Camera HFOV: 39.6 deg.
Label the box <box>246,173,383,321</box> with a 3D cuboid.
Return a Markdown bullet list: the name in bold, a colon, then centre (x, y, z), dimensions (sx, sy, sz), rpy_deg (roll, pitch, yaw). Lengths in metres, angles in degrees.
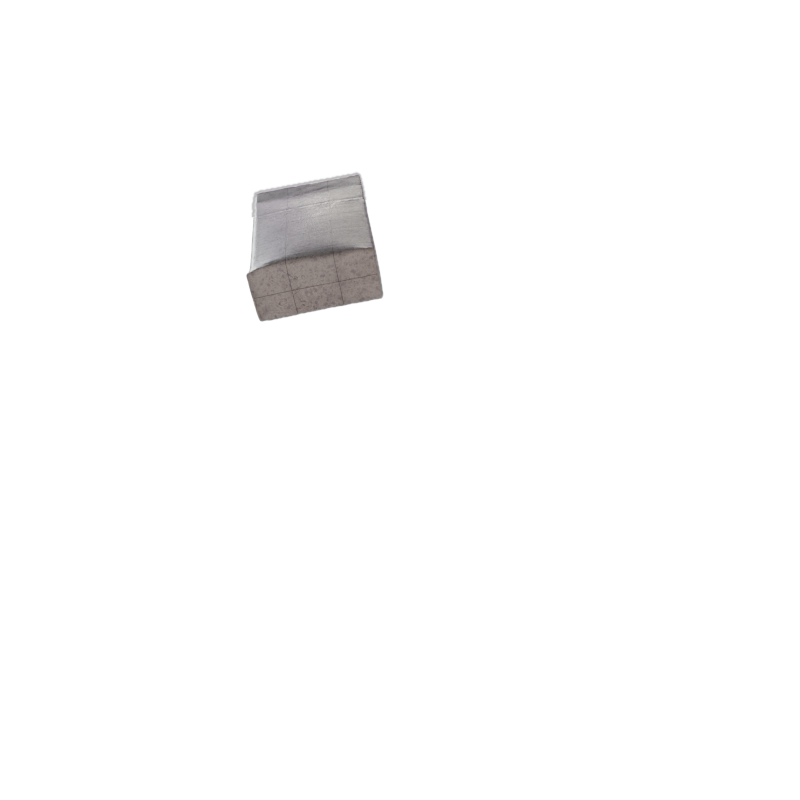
- **box**: centre (-0.067, -0.122, 0.857), dimensions (0.093, 0.045, 0.186), rpy_deg (-11, 26, 1)
